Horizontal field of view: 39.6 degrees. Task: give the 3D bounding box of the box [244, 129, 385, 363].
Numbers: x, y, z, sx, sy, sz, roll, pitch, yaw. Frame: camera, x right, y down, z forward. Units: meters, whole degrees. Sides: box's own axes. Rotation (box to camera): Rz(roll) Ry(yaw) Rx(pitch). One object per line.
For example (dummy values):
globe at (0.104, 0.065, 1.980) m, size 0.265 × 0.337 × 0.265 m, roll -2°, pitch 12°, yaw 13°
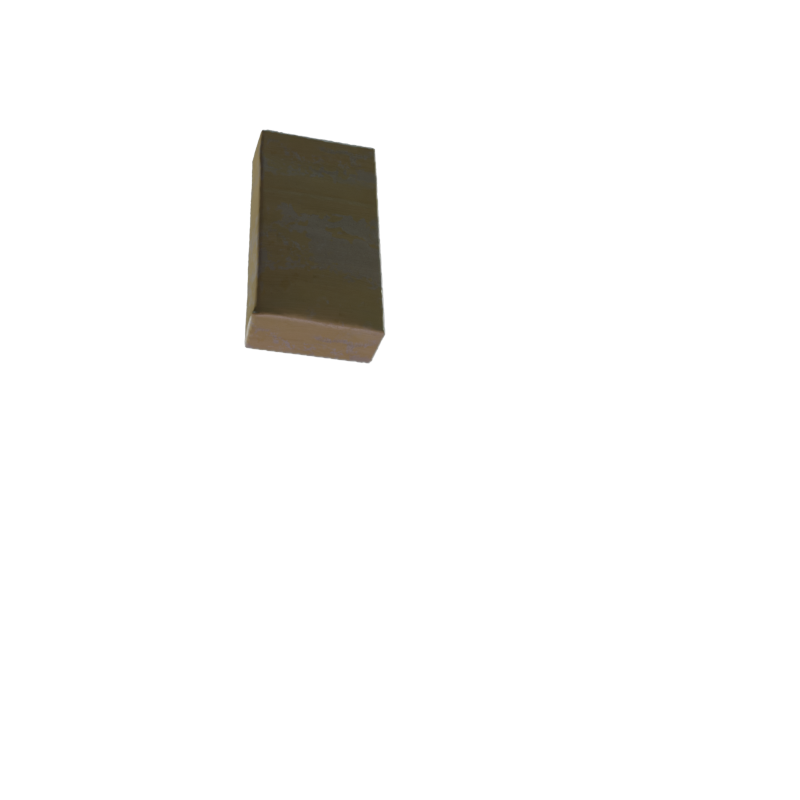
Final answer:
box at (-0.063, -0.115, 0.808) m, size 0.092 × 0.189 × 0.046 m, roll 7°, pitch -40°, yaw -12°
